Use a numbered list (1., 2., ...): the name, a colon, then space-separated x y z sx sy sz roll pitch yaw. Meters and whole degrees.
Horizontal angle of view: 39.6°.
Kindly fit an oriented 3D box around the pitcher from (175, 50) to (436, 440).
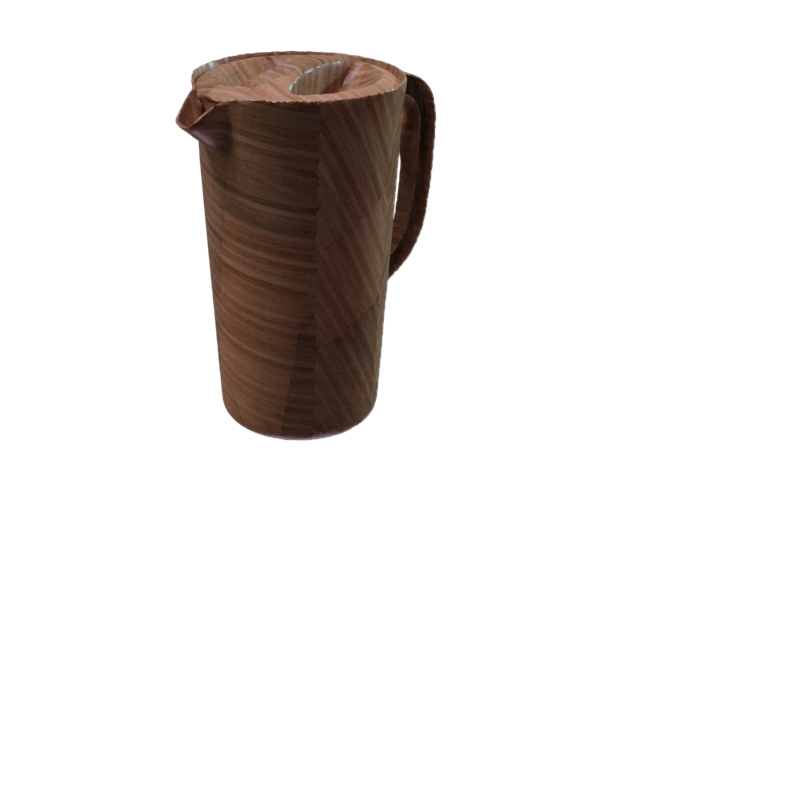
1. pitcher: -0.057 -0.105 0.732 0.151 0.230 0.151 4 26 6
